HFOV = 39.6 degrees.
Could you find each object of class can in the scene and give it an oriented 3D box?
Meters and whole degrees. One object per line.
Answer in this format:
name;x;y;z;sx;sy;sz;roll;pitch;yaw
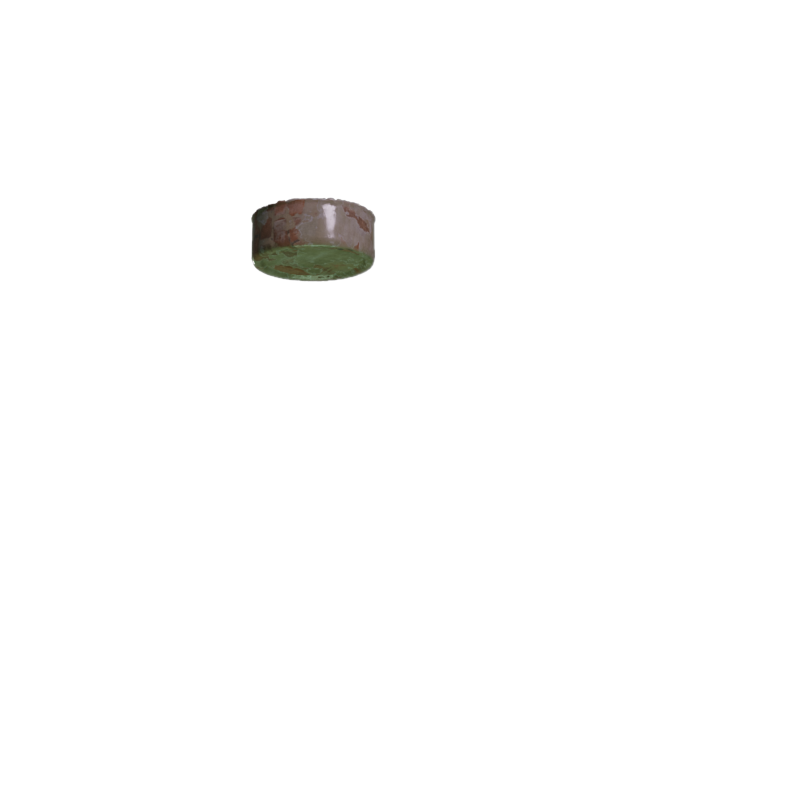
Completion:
can;-0.060;-0.109;0.761;0.086;0.035;0.083;0;-12;-2
